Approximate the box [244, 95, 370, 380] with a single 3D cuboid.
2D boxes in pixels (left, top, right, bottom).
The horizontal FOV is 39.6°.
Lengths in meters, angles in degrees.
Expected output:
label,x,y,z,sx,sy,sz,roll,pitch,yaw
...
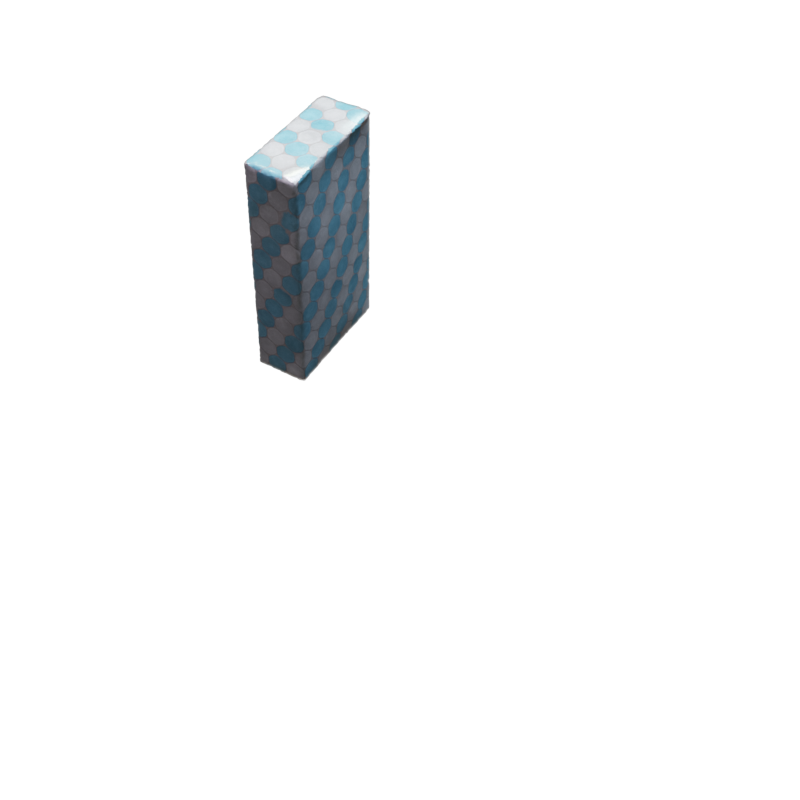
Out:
label,x,y,z,sx,sy,sz,roll,pitch,yaw
box,-0.059,-0.108,0.755,0.050,0.164,0.096,24,49,18
